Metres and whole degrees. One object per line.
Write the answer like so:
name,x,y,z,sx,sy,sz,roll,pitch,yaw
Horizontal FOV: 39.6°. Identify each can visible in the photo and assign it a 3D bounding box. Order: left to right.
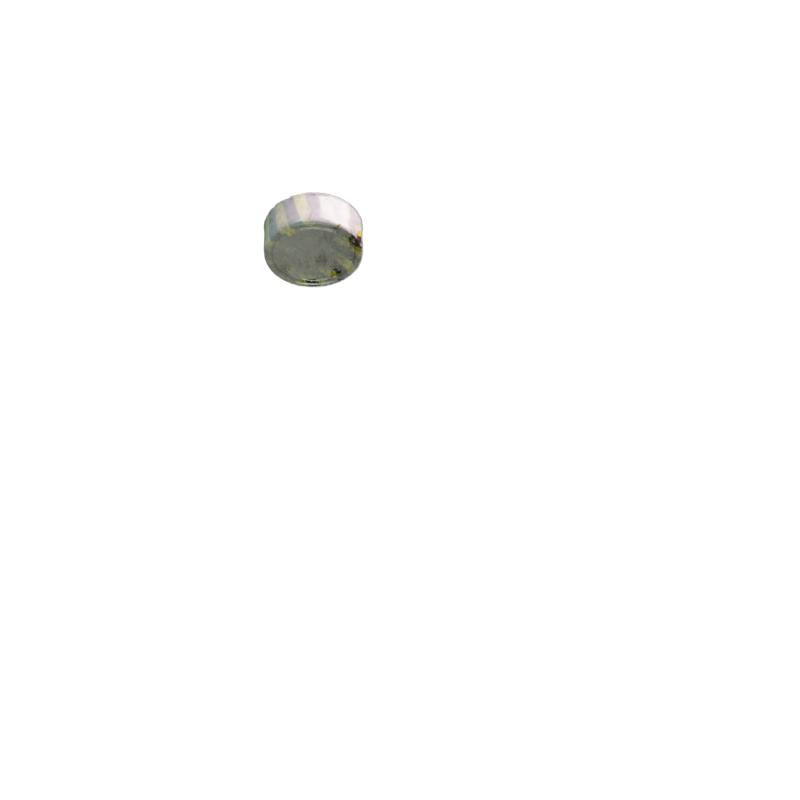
can,-0.074,-0.135,0.945,0.086,0.036,0.080,1,-39,-2
